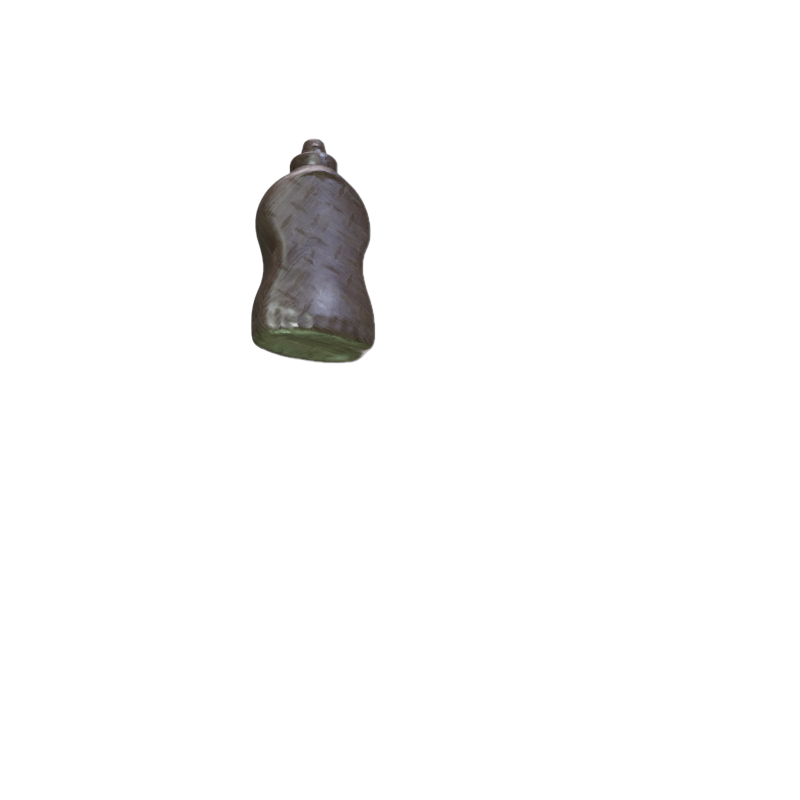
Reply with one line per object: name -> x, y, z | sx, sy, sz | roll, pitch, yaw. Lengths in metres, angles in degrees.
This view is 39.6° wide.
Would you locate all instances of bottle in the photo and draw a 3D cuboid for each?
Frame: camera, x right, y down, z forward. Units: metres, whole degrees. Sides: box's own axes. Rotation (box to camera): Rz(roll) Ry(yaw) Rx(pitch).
bottle -> -0.071, -0.130, 0.906 | 0.093, 0.203, 0.057 | 8, -29, -19
